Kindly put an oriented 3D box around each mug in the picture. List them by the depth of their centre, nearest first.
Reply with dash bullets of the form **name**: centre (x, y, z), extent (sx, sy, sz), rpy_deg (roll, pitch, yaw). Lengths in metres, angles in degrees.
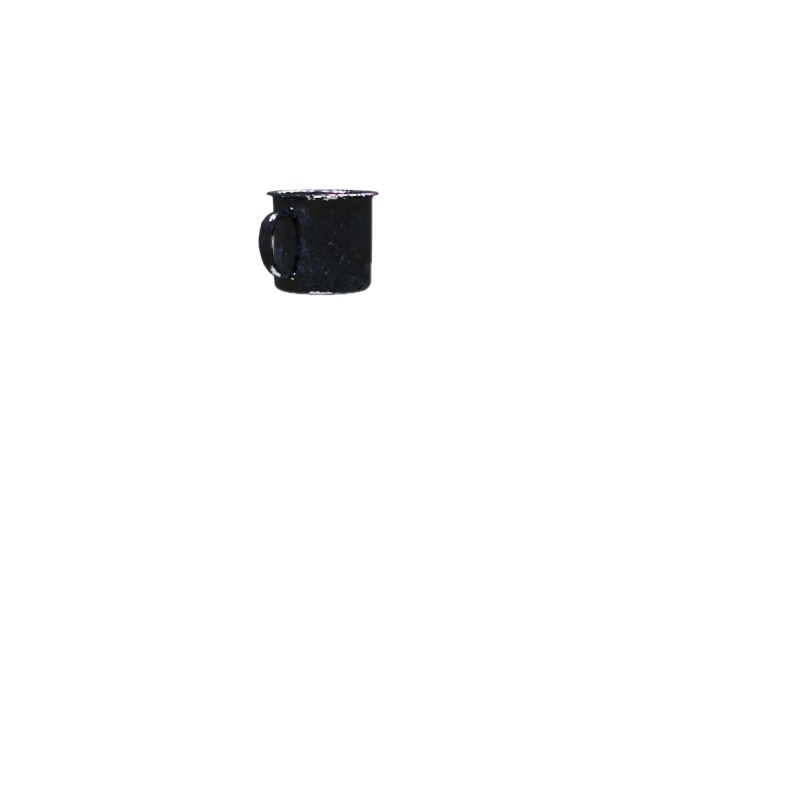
- **mug**: centre (-0.071, -0.130, 0.910), extent (0.097, 0.080, 0.114), rpy_deg (8, 13, 37)
